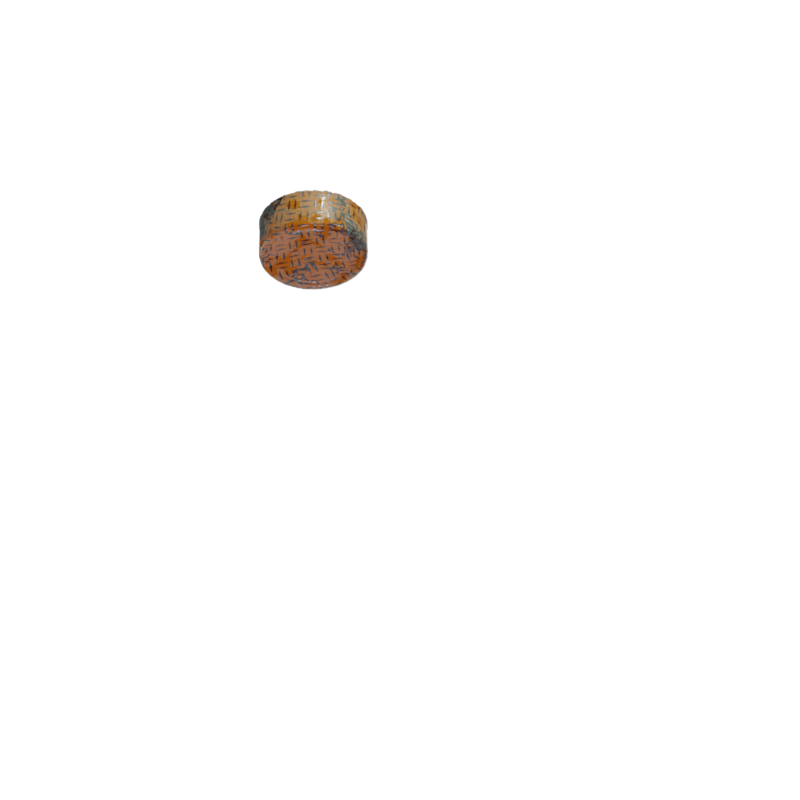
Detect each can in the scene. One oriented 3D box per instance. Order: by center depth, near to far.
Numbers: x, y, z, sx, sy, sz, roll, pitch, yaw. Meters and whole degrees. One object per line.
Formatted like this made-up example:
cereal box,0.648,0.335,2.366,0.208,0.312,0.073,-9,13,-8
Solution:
can,-0.068,-0.123,0.862,0.086,0.036,0.080,1,-34,-2
